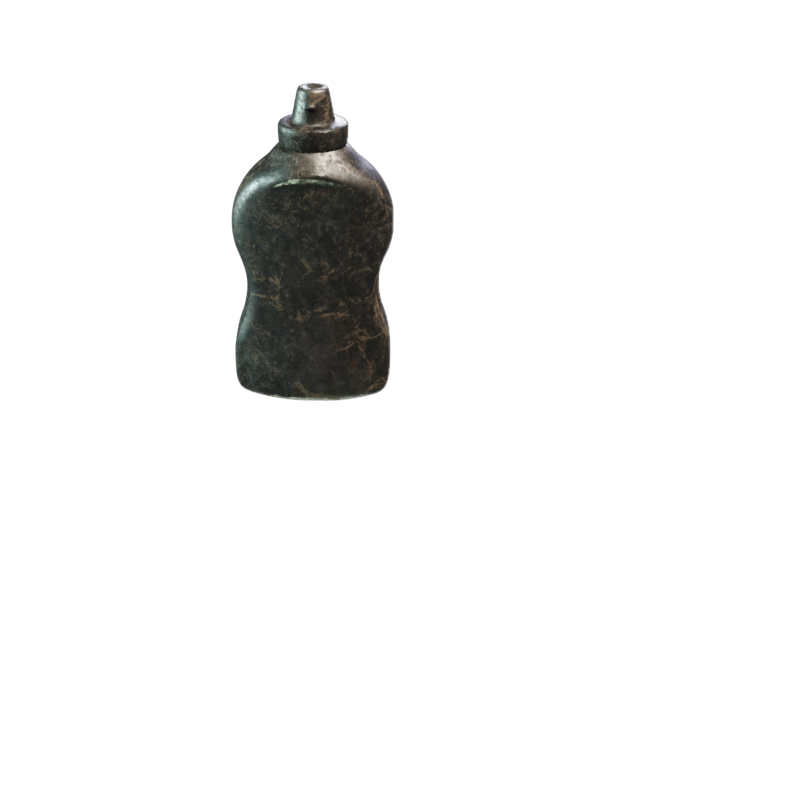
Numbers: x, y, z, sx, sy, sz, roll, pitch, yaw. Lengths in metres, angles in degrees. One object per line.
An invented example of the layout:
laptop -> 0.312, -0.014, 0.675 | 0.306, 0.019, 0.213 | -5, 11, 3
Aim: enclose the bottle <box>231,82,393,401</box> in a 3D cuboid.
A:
bottle -> -0.052, -0.095, 0.665 | 0.096, 0.182, 0.061 | 3, 24, 3
